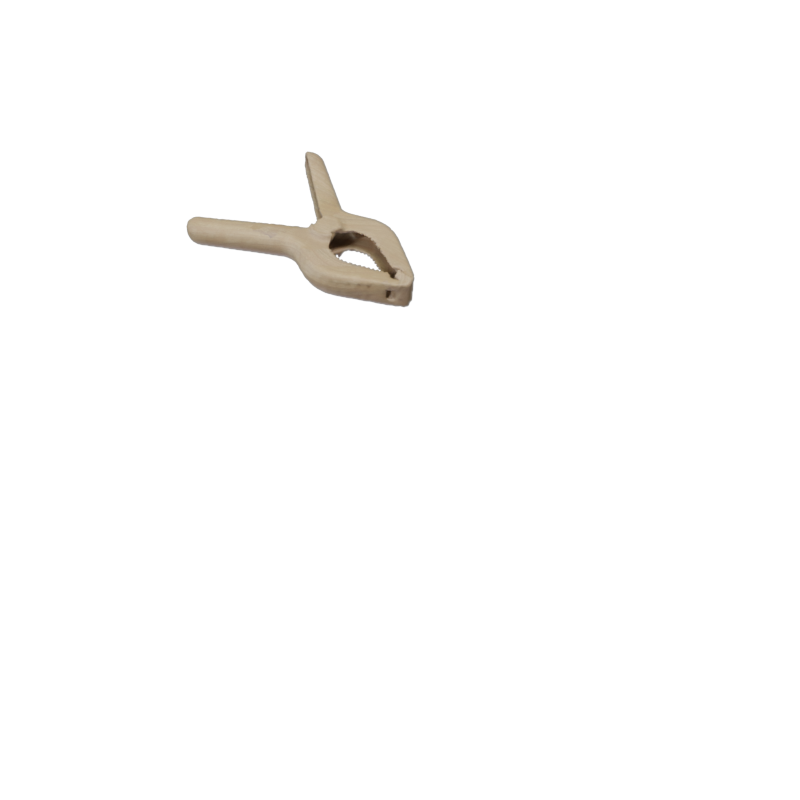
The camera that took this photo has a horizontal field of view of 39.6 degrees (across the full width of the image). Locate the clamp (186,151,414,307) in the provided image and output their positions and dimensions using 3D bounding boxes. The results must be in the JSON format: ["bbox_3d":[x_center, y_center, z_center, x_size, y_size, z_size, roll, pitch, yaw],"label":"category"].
[{"bbox_3d":[-0.078,-0.142,0.994,0.164,0.034,0.225,-30,53,-27],"label":"clamp"}]
